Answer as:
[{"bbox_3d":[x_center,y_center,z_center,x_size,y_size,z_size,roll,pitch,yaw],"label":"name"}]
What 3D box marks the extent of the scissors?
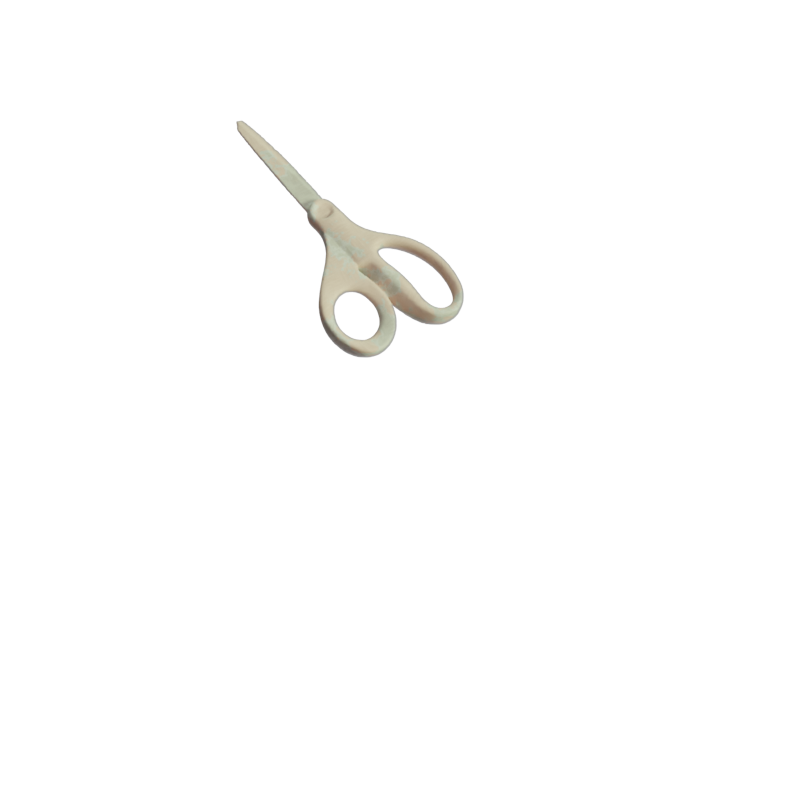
[{"bbox_3d":[-0.055,-0.100,0.700,0.211,0.098,0.015,34,-26,19],"label":"scissors"}]
